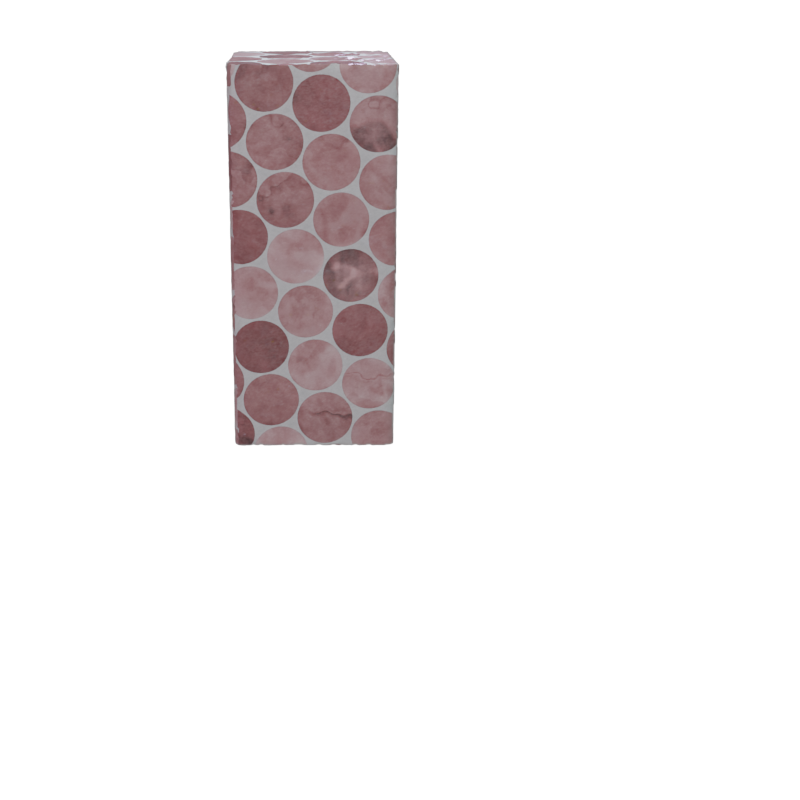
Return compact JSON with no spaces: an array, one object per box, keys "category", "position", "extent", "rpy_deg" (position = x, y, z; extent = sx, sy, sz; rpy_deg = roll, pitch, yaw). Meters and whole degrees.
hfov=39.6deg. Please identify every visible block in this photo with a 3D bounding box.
[{"category":"block","position":[-0.049,-0.089,0.622],"extent":[0.090,0.199,0.094],"rpy_deg":[0,16,-3]}]
